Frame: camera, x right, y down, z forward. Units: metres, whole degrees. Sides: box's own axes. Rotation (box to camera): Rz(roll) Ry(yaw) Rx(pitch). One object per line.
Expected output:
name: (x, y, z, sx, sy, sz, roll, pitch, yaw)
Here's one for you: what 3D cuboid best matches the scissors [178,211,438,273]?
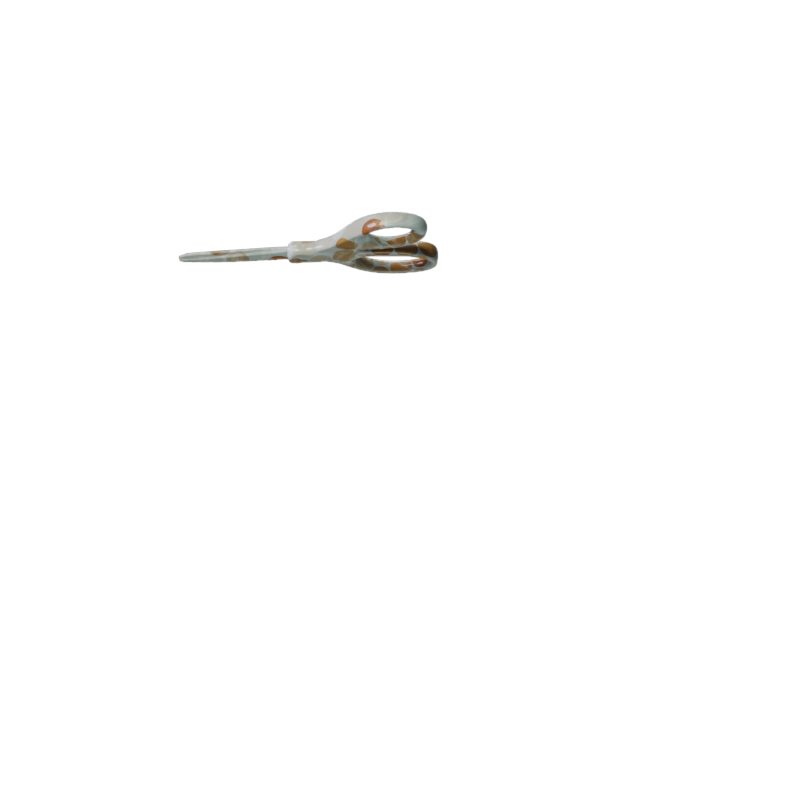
scissors: (-0.066, -0.121, 0.847, 0.199, 0.017, 0.092, 3, -20, -8)
